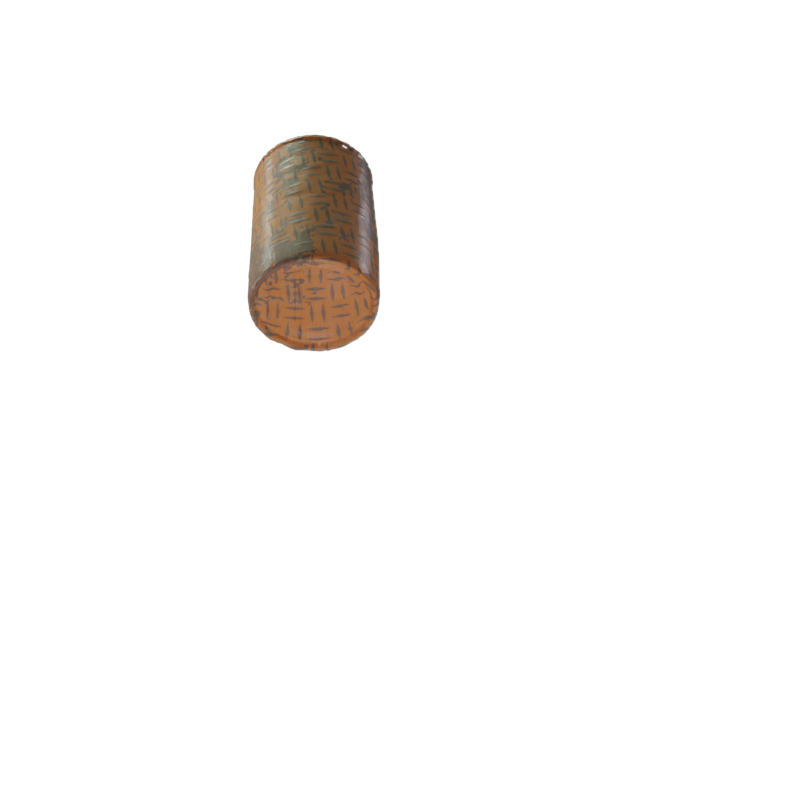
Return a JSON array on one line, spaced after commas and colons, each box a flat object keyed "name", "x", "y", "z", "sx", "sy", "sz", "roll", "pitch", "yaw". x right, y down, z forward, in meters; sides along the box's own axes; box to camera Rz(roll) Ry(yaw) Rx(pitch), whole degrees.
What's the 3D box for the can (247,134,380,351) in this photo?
[{"name": "can", "x": -0.046, "y": -0.084, "z": 0.591, "sx": 0.068, "sy": 0.064, "sz": 0.110, "roll": -1, "pitch": 45, "yaw": -3}]
